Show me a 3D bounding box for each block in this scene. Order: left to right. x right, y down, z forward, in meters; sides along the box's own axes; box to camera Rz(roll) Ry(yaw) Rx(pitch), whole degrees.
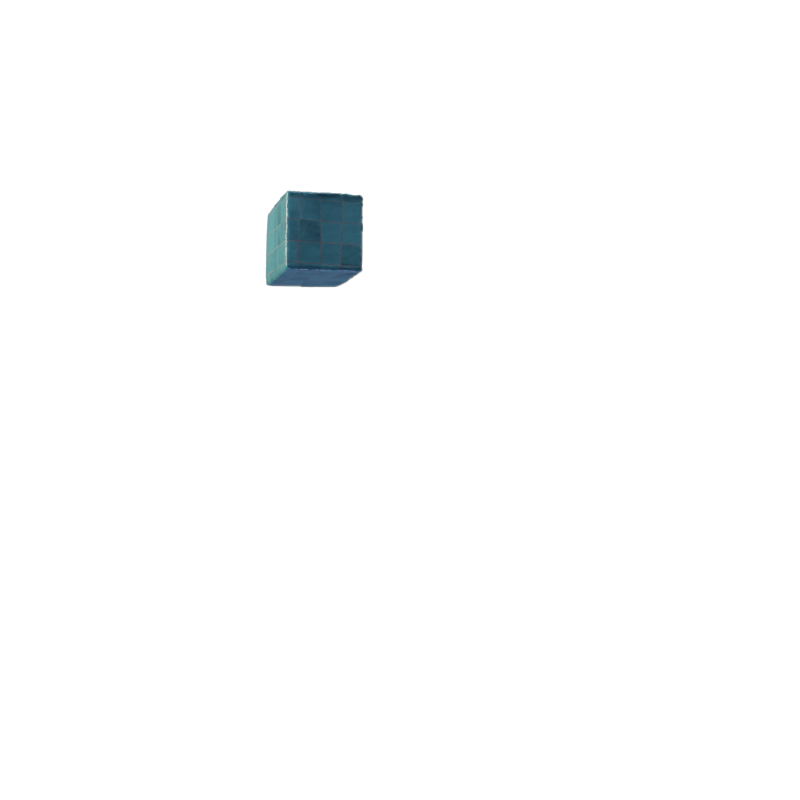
[{"bbox_3d":[-0.059,-0.107,0.747,0.052,0.052,0.078,2,-5,-15],"label":"block"}]
